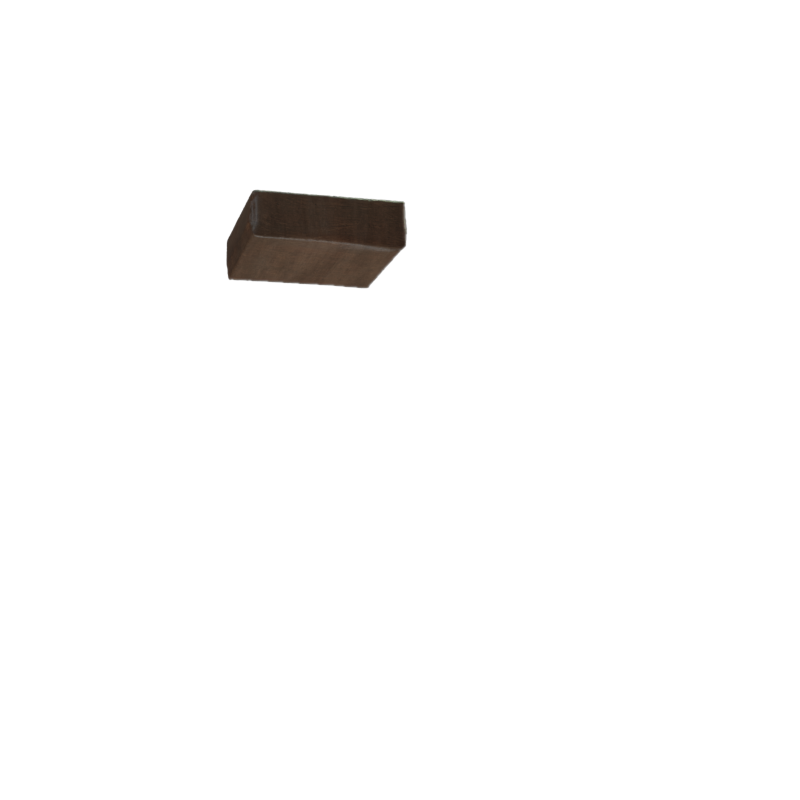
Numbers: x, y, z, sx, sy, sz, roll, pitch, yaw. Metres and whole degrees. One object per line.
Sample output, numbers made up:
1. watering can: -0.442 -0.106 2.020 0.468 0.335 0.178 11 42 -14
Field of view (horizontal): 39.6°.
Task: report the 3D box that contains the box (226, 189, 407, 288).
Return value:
1. box: -0.062 -0.114 0.795 0.111 0.041 0.088 4 -16 -16
